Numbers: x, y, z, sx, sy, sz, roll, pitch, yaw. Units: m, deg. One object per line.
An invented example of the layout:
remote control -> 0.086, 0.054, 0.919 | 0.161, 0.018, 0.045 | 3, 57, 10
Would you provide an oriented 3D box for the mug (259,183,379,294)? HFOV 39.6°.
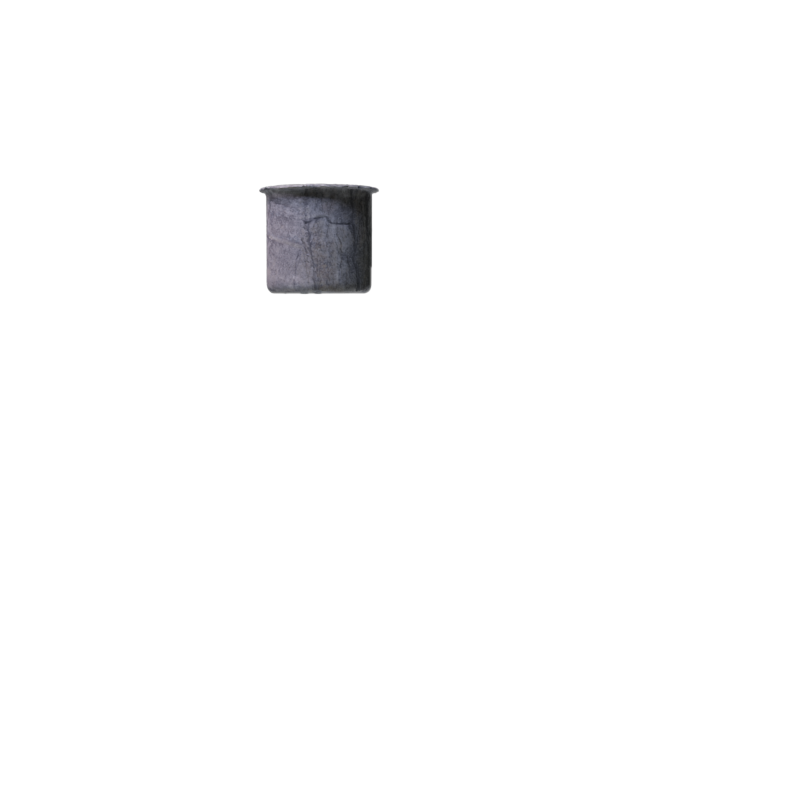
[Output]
mug -> -0.068, -0.124, 0.869 | 0.090, 0.082, 0.121 | -1, 3, -25
